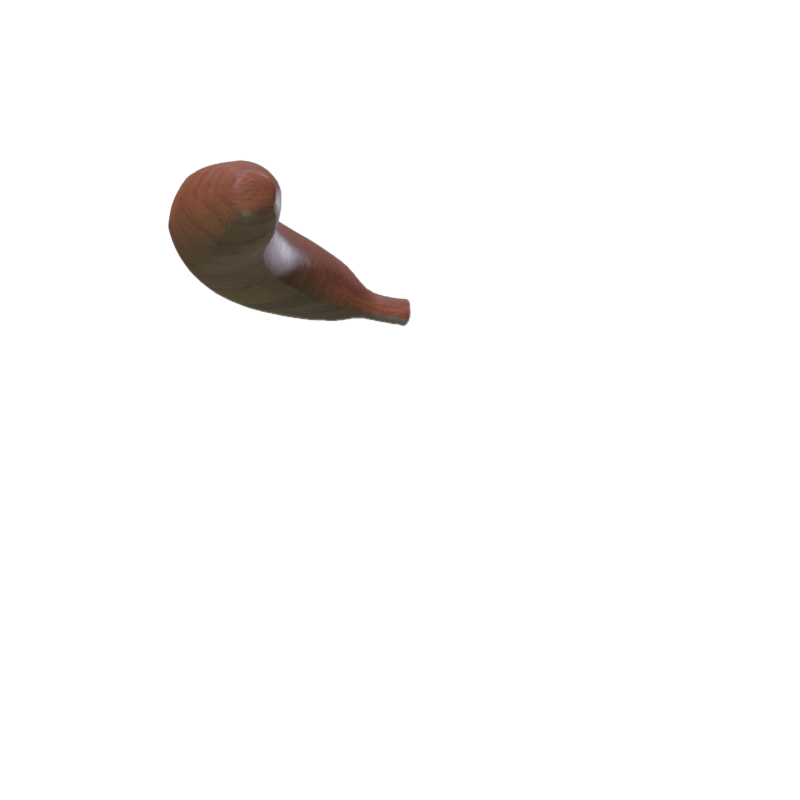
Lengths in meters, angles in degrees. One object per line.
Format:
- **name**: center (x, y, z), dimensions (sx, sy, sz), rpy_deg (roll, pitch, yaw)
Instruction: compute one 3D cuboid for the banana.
- **banana**: center (-0.050, -0.059, 0.430), dimensions (0.071, 0.038, 0.190), rpy_deg (-2, -6, 15)
